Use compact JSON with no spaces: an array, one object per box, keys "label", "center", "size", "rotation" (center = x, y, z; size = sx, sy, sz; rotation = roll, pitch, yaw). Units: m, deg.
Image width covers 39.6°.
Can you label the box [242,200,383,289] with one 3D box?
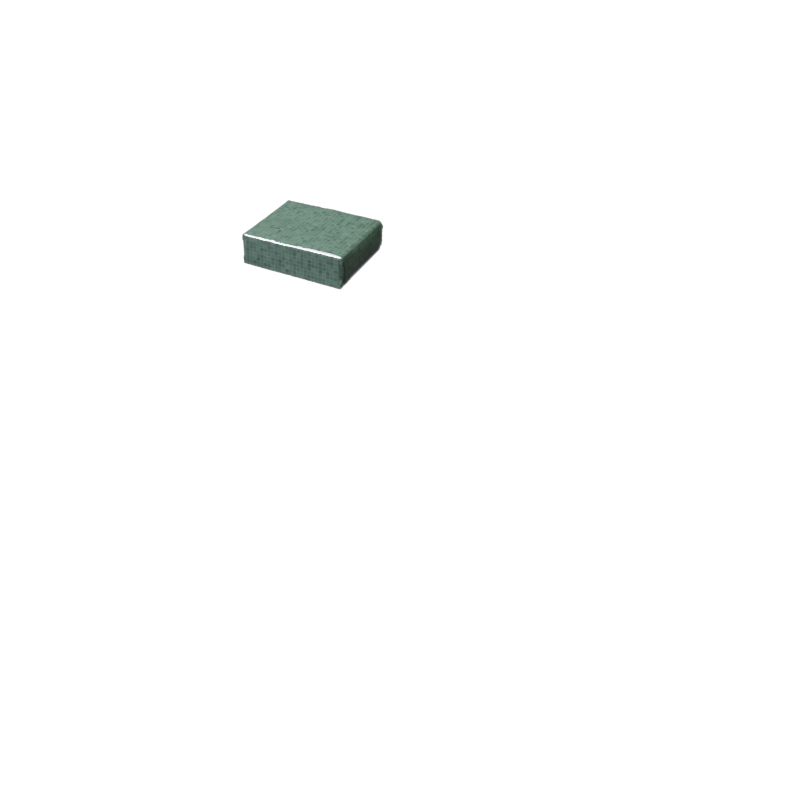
[{"label":"box","center":[-0.069,-0.125,0.878],"size":[0.093,0.028,0.075],"rotation":[15,36,22]}]
